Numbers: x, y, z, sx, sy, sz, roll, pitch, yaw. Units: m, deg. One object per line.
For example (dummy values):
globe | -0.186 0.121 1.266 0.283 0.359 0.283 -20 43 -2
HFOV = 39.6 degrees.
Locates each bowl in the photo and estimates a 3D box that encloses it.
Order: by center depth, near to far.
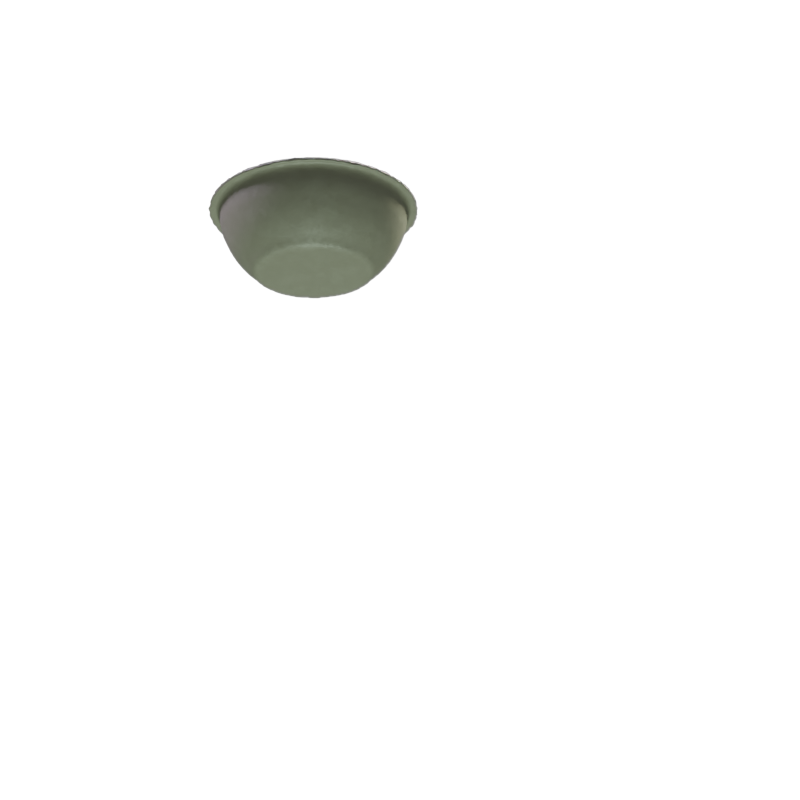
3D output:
bowl | -0.067 -0.122 0.851 0.162 0.058 0.154 1 -21 -2
